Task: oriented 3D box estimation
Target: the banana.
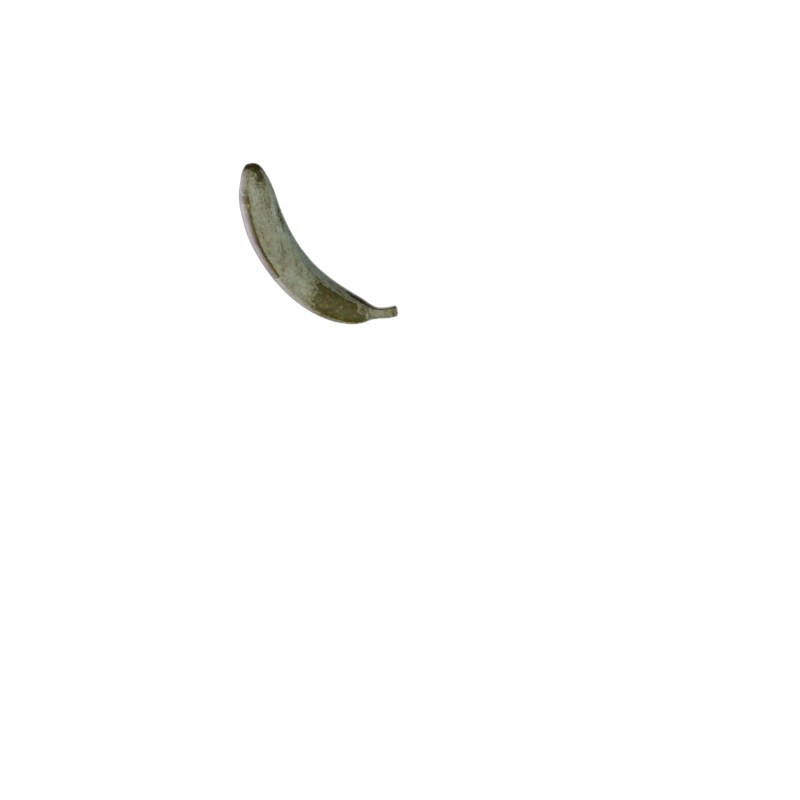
[{"bbox_3d":[-0.090,-0.130,1.006,0.069,0.189,0.039,-40,20,17],"label":"banana"}]
